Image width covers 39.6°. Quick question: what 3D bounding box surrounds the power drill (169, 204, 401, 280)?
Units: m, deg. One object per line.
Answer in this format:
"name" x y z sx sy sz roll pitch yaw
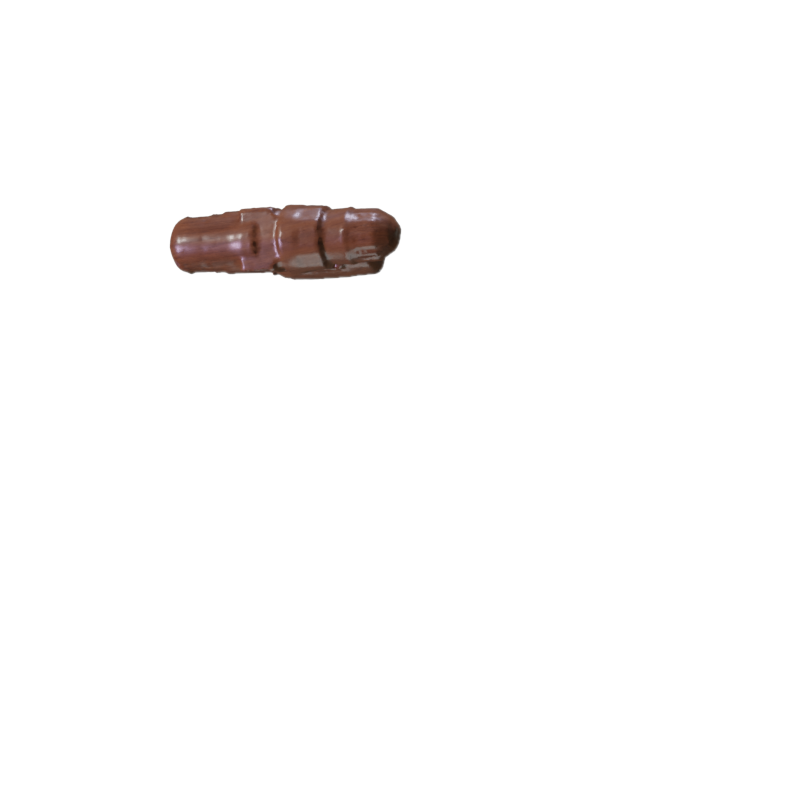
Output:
"power drill" -0.071 -0.130 0.913 0.189 0.057 0.183 1 4 17
